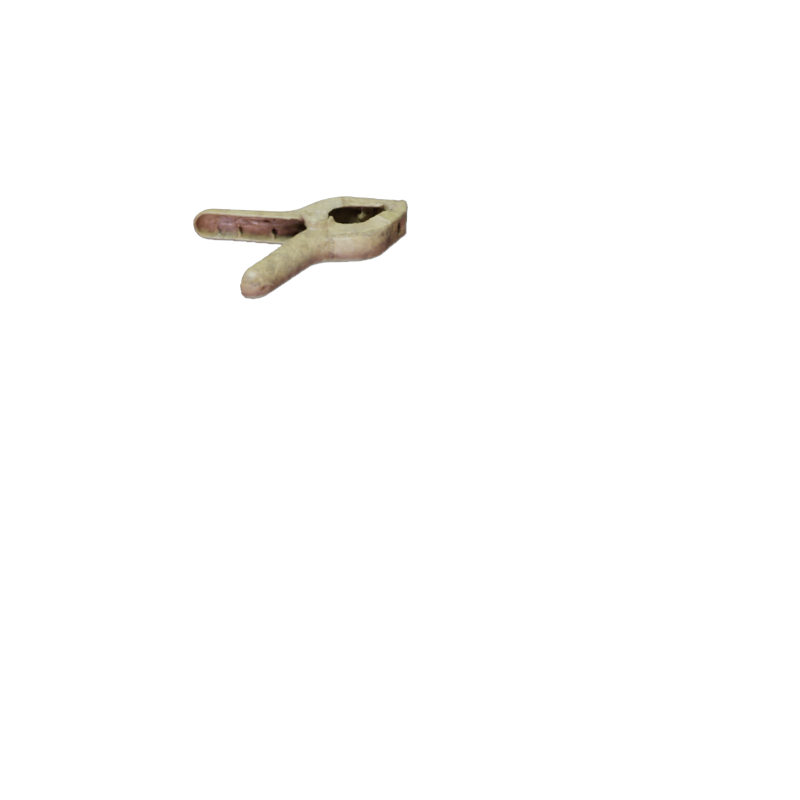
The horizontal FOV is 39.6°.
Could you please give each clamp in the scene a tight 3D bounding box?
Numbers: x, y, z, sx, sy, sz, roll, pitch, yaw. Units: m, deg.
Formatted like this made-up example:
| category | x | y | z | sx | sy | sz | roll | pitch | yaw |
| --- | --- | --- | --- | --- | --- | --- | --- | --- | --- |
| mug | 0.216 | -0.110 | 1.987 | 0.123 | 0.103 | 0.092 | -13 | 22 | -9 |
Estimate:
| category | x | y | z | sx | sy | sz | roll | pitch | yaw |
| --- | --- | --- | --- | --- | --- | --- | --- | --- | --- |
| clamp | -0.068 | -0.123 | 0.865 | 0.169 | 0.037 | 0.130 | -11 | 41 | -13 |
